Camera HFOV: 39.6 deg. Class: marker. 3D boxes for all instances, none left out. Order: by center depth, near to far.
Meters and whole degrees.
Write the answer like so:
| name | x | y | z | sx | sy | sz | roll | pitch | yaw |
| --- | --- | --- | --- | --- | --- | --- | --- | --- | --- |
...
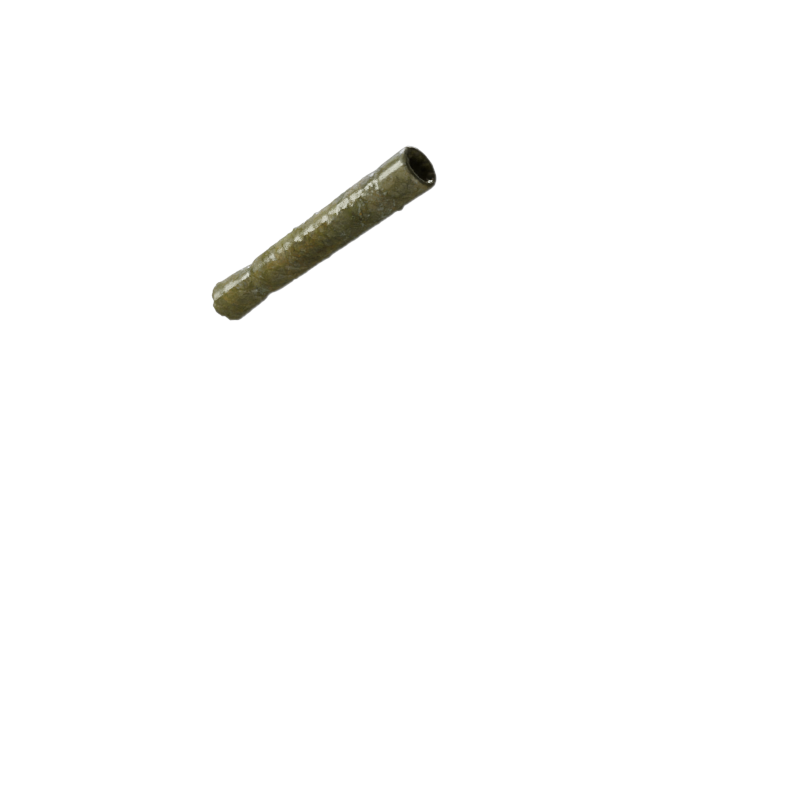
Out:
| name | x | y | z | sx | sy | sz | roll | pitch | yaw |
| --- | --- | --- | --- | --- | --- | --- | --- | --- | --- |
| marker | -0.036 | -0.065 | 0.454 | 0.120 | 0.021 | 0.019 | -29 | -15 | 35 |
